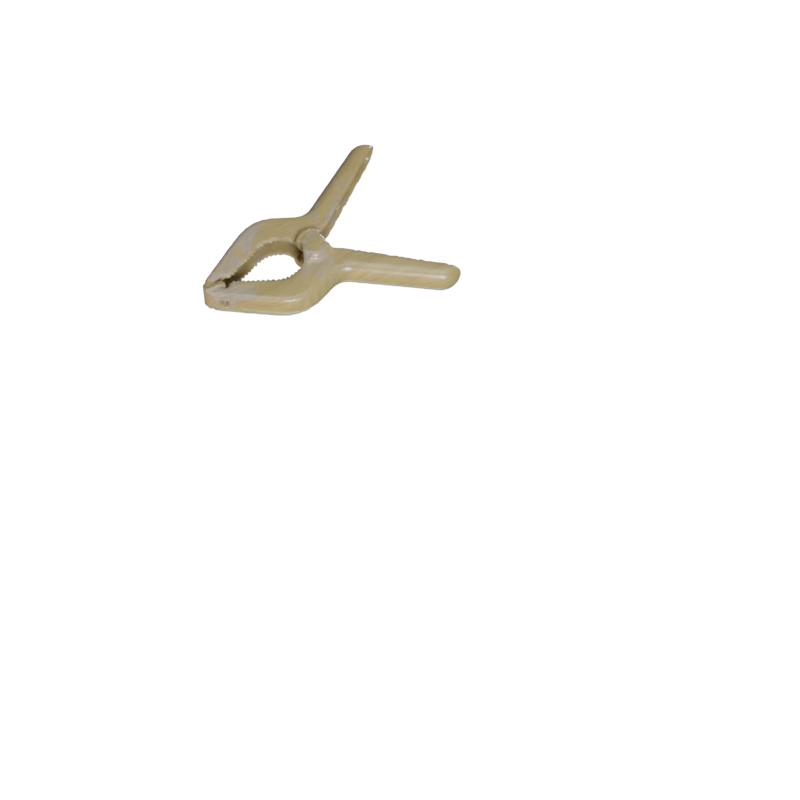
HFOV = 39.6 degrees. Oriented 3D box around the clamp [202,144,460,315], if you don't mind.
[{"bbox_3d":[-0.075,-0.136,0.956,0.208,0.177,0.034,-18,-31,-12],"label":"clamp"}]
